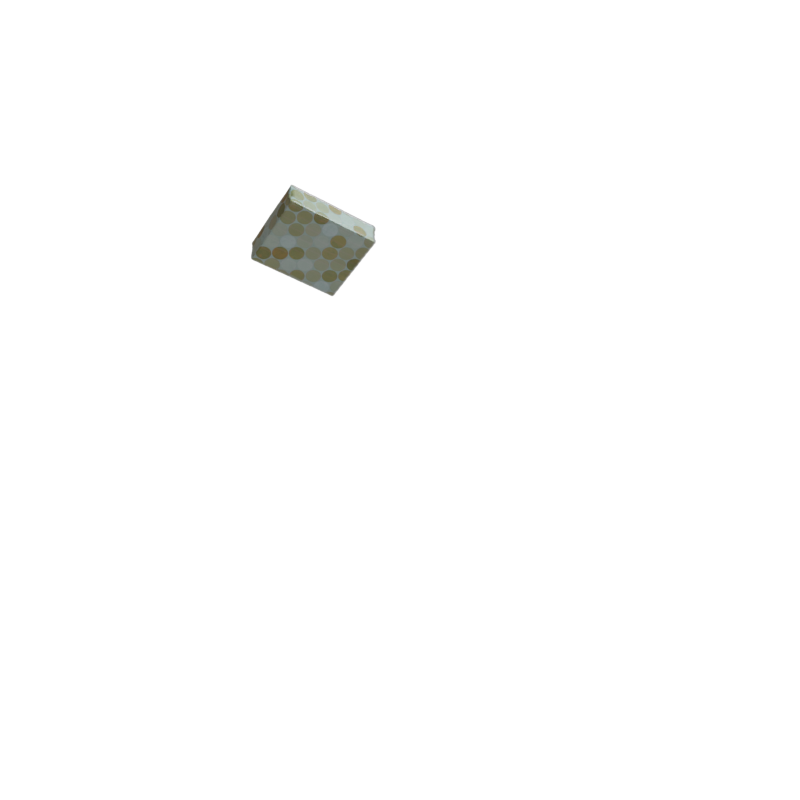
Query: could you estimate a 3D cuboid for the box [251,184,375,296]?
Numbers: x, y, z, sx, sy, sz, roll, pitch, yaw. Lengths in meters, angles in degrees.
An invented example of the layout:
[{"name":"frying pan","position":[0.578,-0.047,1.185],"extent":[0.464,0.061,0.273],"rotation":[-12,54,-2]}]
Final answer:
[{"name":"box","position":[-0.077,-0.141,0.989],"extent":[0.086,0.071,0.032],"rotation":[25,35,-19]}]
